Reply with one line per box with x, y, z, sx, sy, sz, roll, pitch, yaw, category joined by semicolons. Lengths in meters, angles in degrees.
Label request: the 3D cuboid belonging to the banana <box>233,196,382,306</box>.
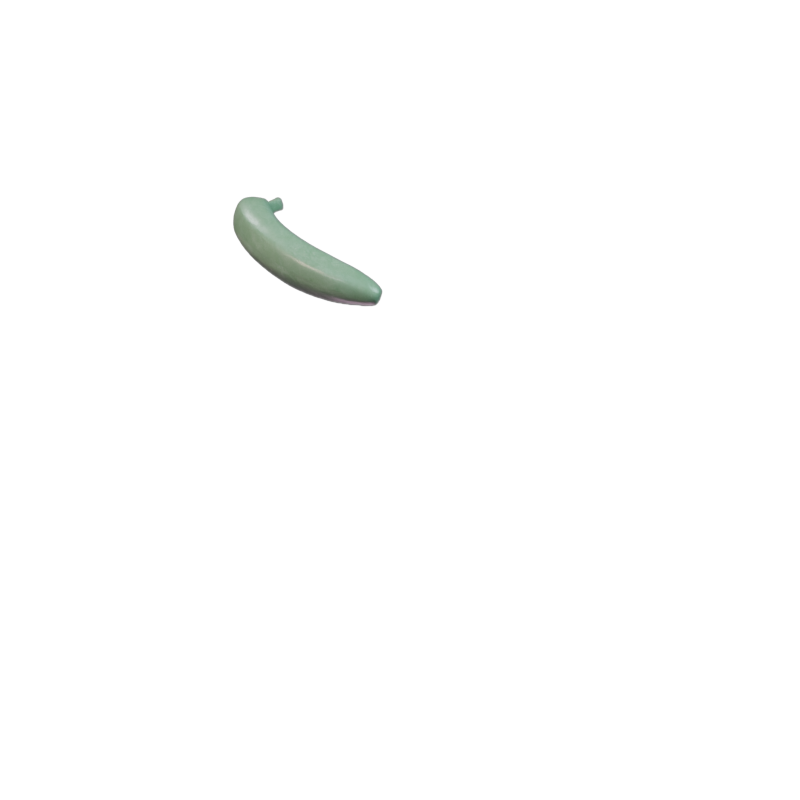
-0.089;-0.126;0.900;0.068;0.034;0.214;-15;37;-23;banana
